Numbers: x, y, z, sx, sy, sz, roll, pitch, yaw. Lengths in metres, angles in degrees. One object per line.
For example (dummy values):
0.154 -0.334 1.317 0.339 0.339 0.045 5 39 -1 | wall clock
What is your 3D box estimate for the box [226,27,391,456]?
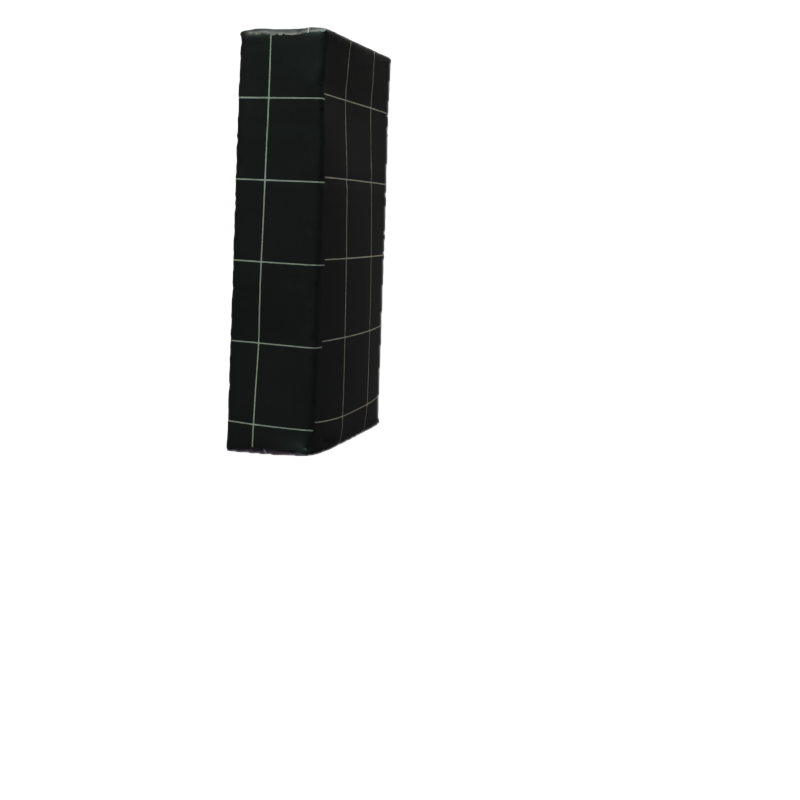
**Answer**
-0.039 -0.070 0.493 0.049 0.176 0.091 0 2 18 | box
